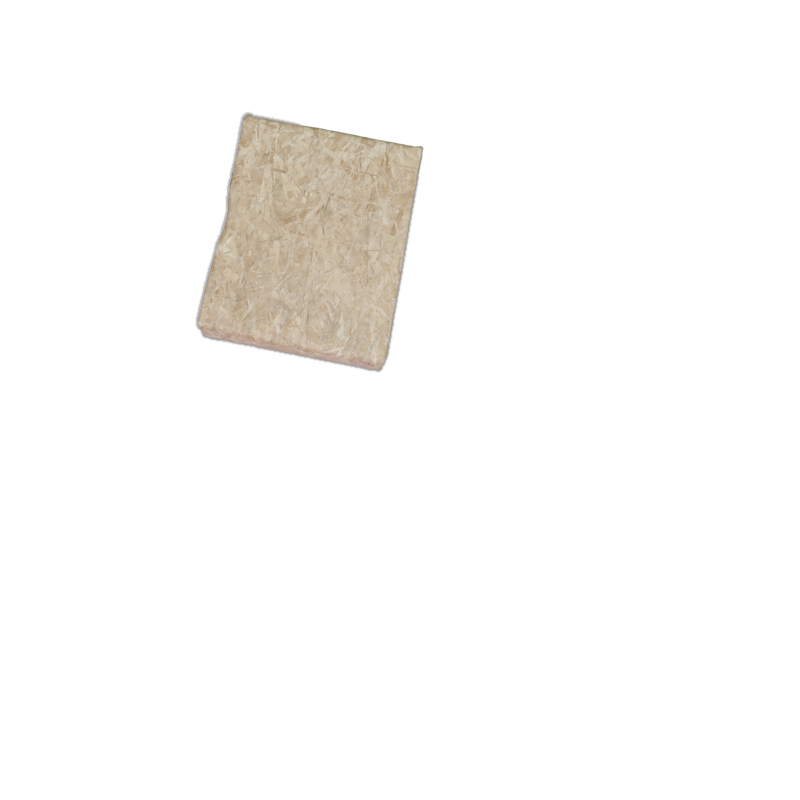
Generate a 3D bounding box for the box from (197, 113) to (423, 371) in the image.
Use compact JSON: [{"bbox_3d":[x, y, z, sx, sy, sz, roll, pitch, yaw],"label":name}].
[{"bbox_3d":[-0.034,-0.062,0.435,0.073,0.092,0.029,11,-13,2],"label":"box"}]
